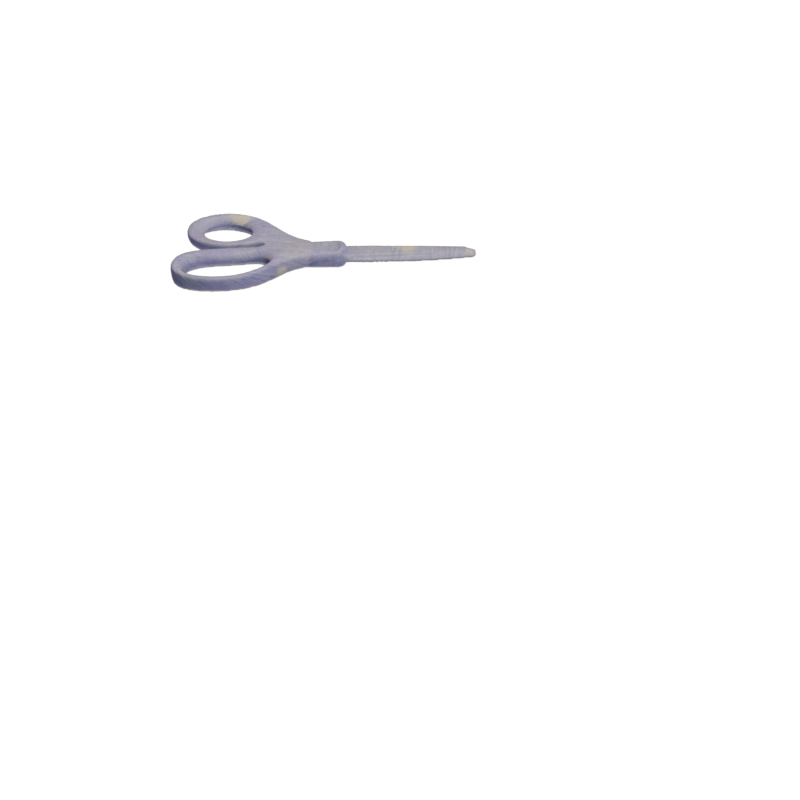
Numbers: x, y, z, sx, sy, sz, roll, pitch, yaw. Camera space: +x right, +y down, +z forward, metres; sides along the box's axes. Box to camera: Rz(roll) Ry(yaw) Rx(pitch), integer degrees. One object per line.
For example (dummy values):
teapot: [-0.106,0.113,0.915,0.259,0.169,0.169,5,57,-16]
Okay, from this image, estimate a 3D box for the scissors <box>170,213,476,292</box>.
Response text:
scissors: [-0.060,-0.109,0.761,0.199,0.015,0.104,-11,37,-14]
